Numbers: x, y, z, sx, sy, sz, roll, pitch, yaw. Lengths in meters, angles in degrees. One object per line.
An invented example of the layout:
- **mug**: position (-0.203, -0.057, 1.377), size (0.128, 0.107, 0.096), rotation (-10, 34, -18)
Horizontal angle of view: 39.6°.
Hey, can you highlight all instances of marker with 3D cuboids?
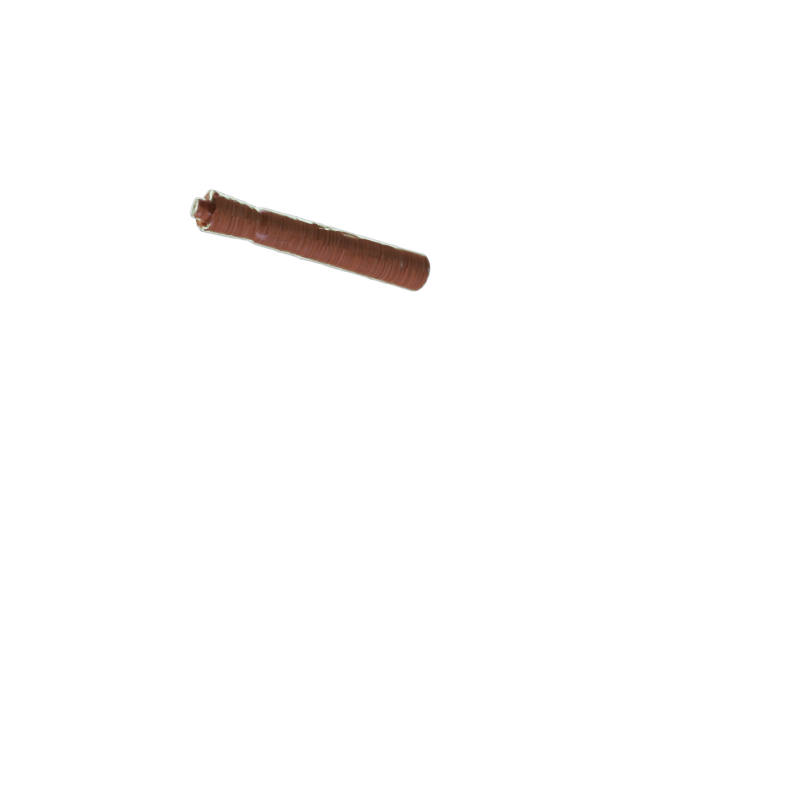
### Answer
- **marker**: position (-0.039, -0.071, 0.499), size (0.115, 0.020, 0.020), rotation (12, -3, -31)
